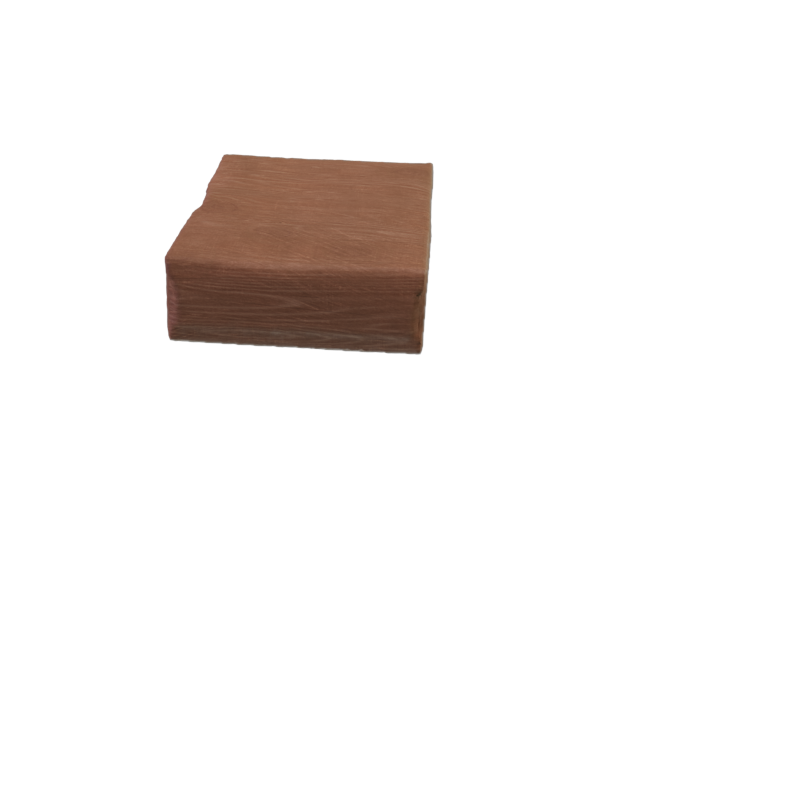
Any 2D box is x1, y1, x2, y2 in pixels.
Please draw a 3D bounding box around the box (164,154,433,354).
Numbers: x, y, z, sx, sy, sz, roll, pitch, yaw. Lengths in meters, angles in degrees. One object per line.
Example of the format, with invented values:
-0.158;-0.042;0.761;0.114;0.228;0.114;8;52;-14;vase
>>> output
-0.027;-0.049;0.345;0.074;0.028;0.094;3;31;4;box
